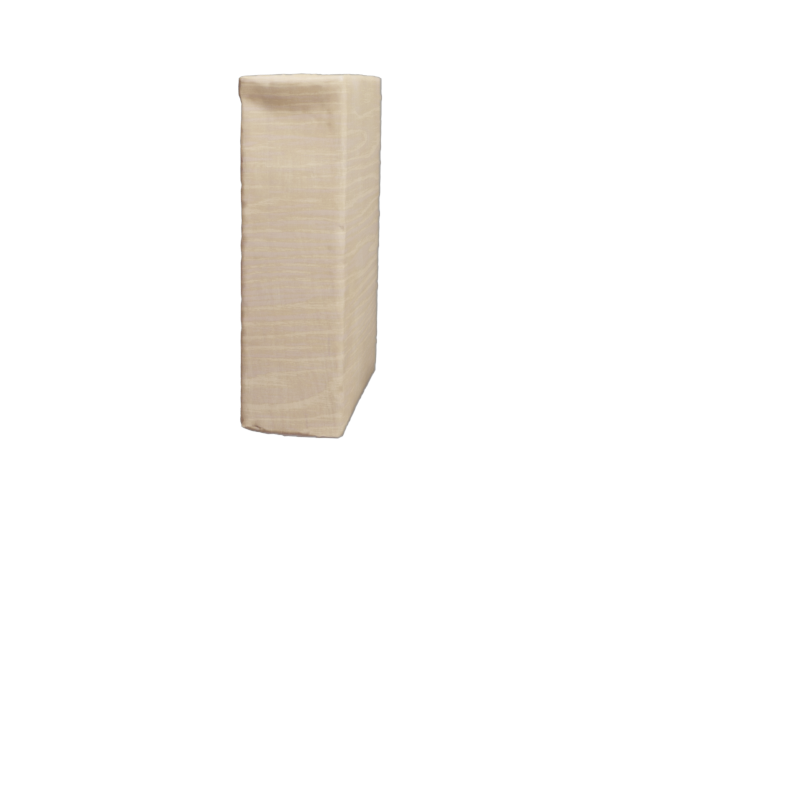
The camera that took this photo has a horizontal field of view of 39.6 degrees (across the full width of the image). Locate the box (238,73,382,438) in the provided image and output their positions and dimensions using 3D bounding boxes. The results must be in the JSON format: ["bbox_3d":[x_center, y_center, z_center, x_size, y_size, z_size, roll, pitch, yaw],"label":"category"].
[{"bbox_3d":[-0.056,-0.102,0.716,0.073,0.209,0.166,2,11,7],"label":"box"}]
